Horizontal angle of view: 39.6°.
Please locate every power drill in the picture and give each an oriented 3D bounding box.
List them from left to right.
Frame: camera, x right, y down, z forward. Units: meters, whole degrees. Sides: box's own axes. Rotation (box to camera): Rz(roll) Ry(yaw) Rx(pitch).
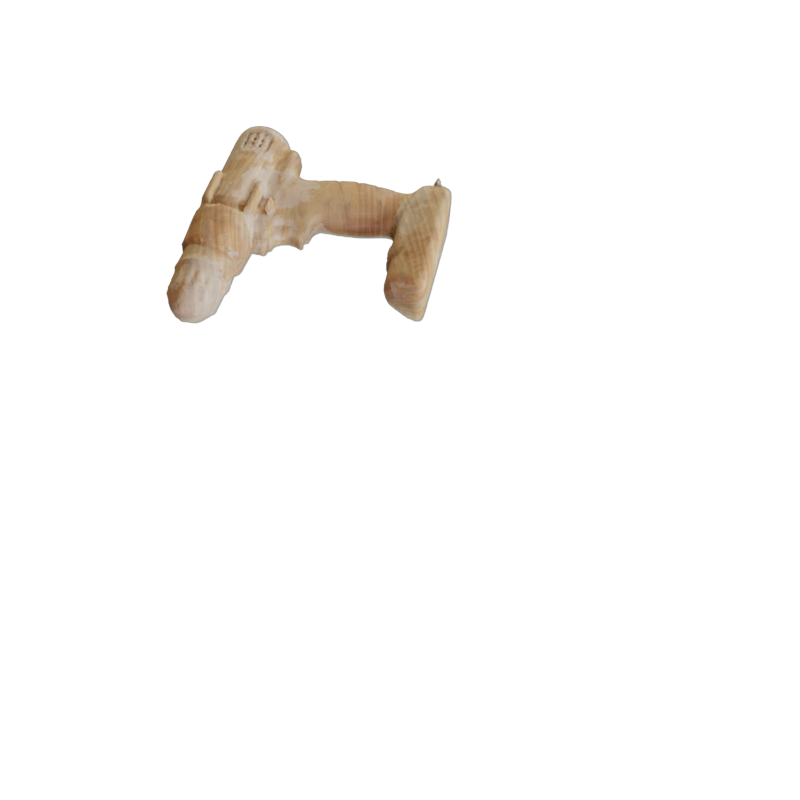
[{"bbox_3d":[-0.065,-0.118,0.829,0.191,0.194,0.054,14,-33,9],"label":"power drill"}]
